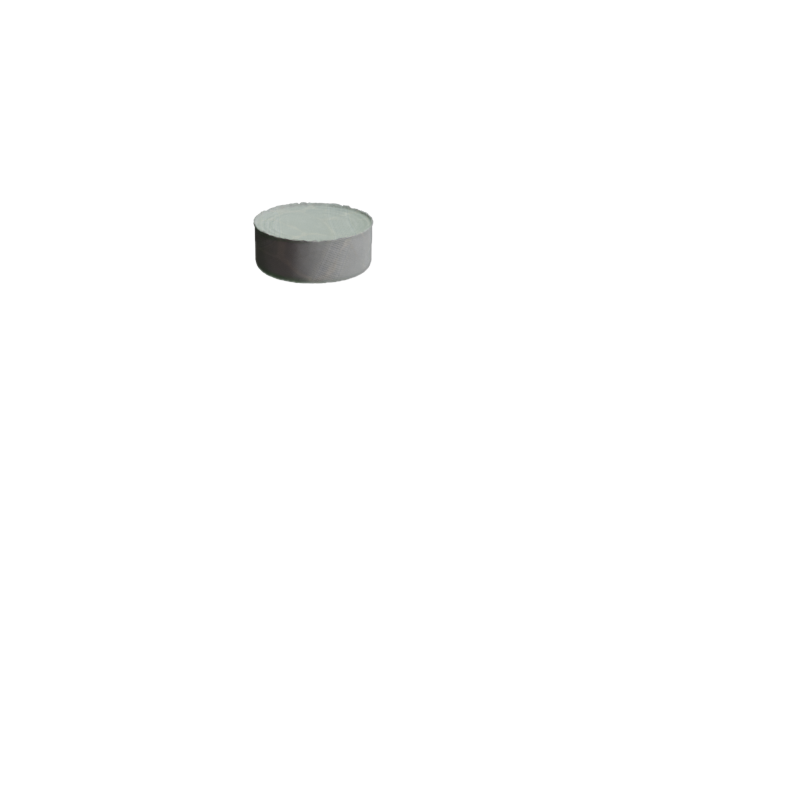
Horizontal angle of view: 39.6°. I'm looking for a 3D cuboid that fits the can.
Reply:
[{"bbox_3d":[-0.063,-0.114,0.799,0.086,0.032,0.090,-1,26,-2],"label":"can"}]
